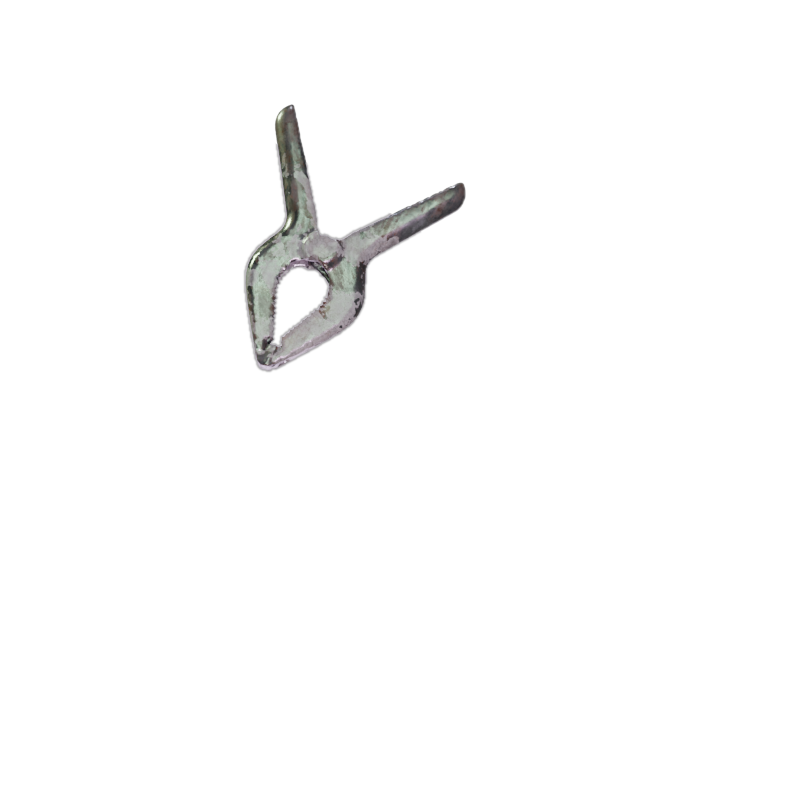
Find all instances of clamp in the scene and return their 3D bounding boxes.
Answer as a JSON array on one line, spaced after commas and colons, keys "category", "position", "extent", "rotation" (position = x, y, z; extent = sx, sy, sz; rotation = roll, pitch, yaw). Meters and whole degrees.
[{"category": "clamp", "position": [-0.068, -0.124, 0.869], "extent": [0.168, 0.214, 0.035], "rotation": [31, -14, 8]}]
